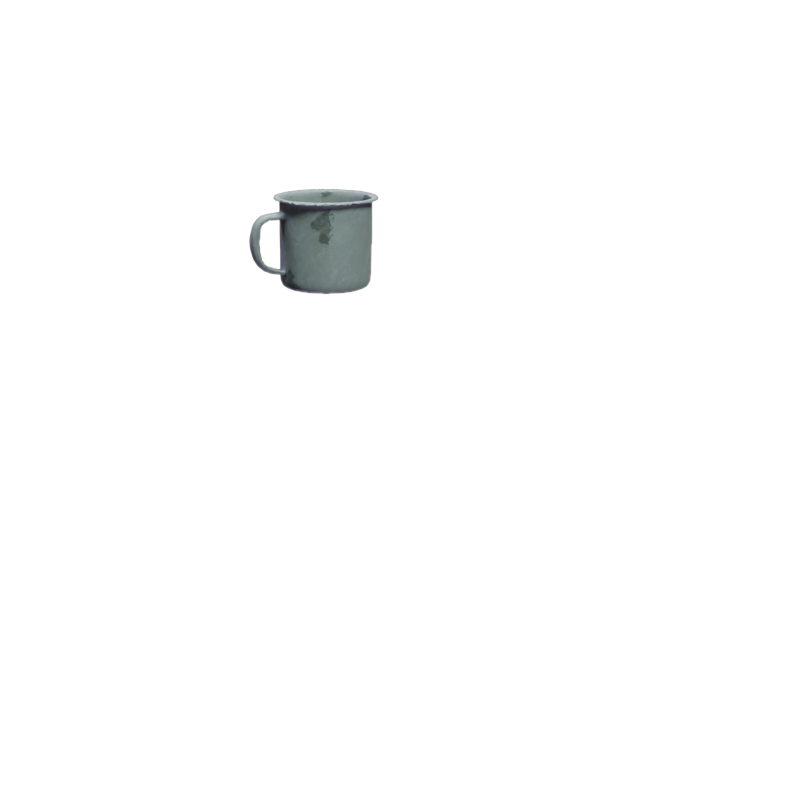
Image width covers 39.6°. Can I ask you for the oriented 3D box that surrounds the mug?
[{"bbox_3d":[-0.077,-0.140,0.984,0.114,0.079,0.098,-7,17,-25],"label":"mug"}]
